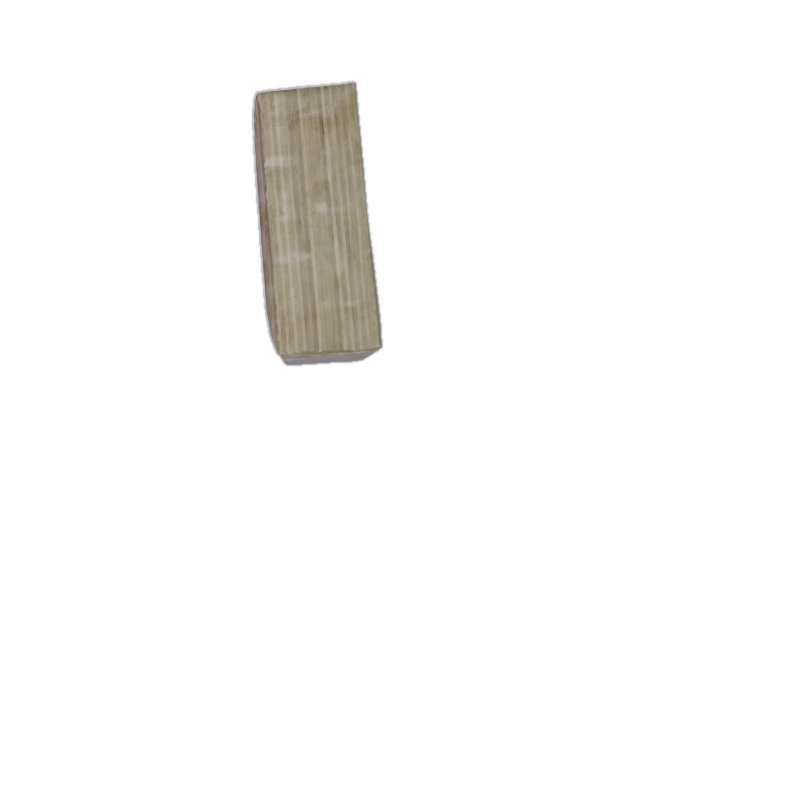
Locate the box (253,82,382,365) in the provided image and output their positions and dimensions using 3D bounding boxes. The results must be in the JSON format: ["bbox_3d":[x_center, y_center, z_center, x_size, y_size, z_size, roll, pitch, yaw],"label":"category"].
[{"bbox_3d":[-0.060,-0.109,0.761,0.072,0.167,0.212,-6,-2,-4],"label":"box"}]
